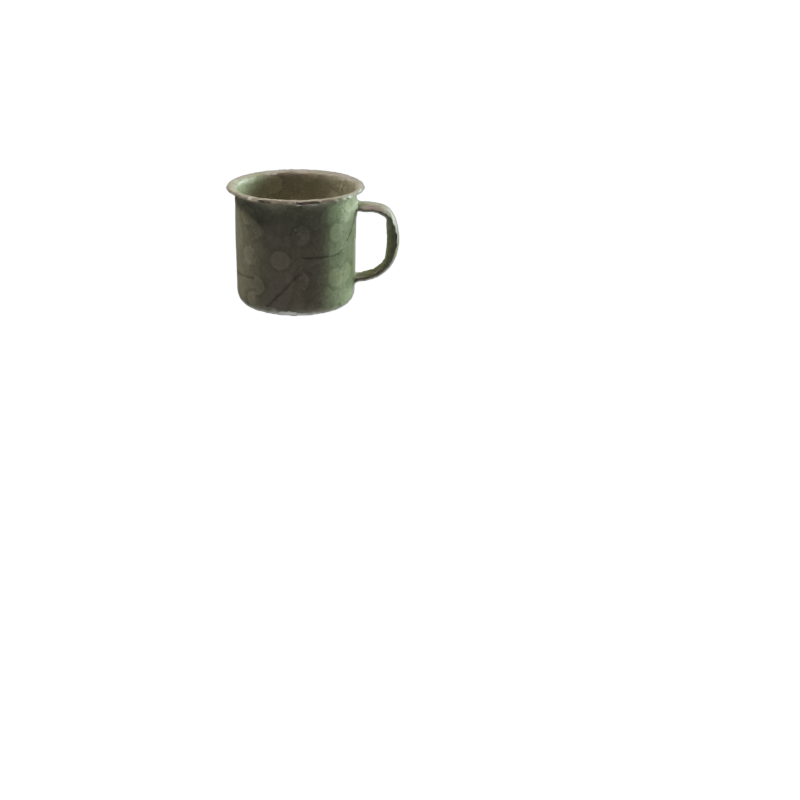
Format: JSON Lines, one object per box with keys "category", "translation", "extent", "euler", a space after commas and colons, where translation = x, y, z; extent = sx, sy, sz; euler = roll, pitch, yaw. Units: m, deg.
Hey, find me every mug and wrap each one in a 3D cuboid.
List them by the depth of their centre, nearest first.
{"category": "mug", "translation": [-0.059, -0.108, 0.757], "extent": [0.117, 0.078, 0.098], "euler": [-1, 21, -3]}
